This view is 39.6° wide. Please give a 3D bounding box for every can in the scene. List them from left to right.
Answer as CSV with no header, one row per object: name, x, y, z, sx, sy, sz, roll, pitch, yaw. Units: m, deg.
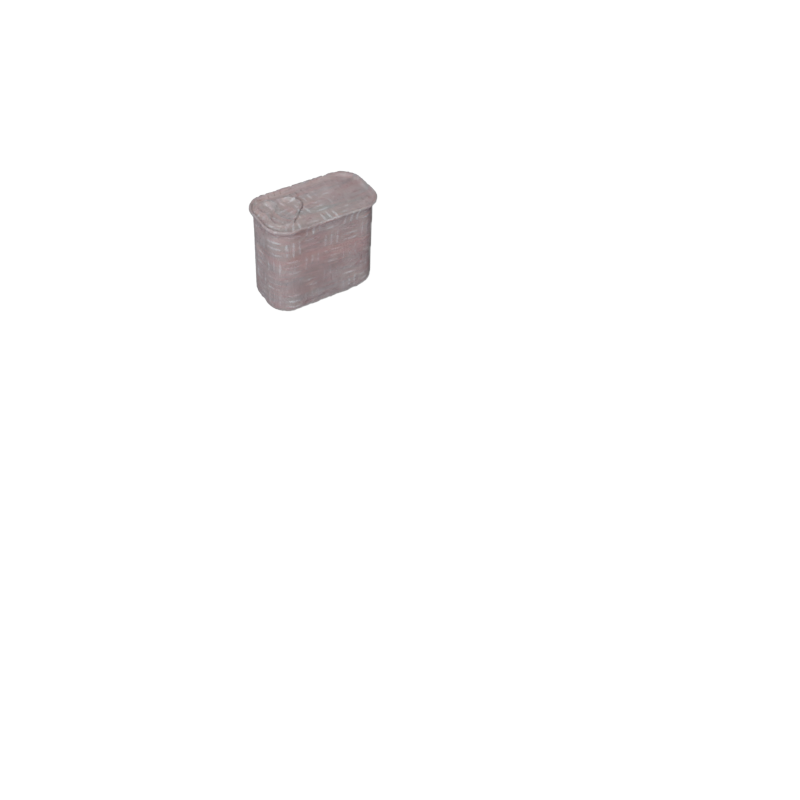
can,-0.072,-0.130,0.913,0.101,0.078,0.062,-22,46,-24
